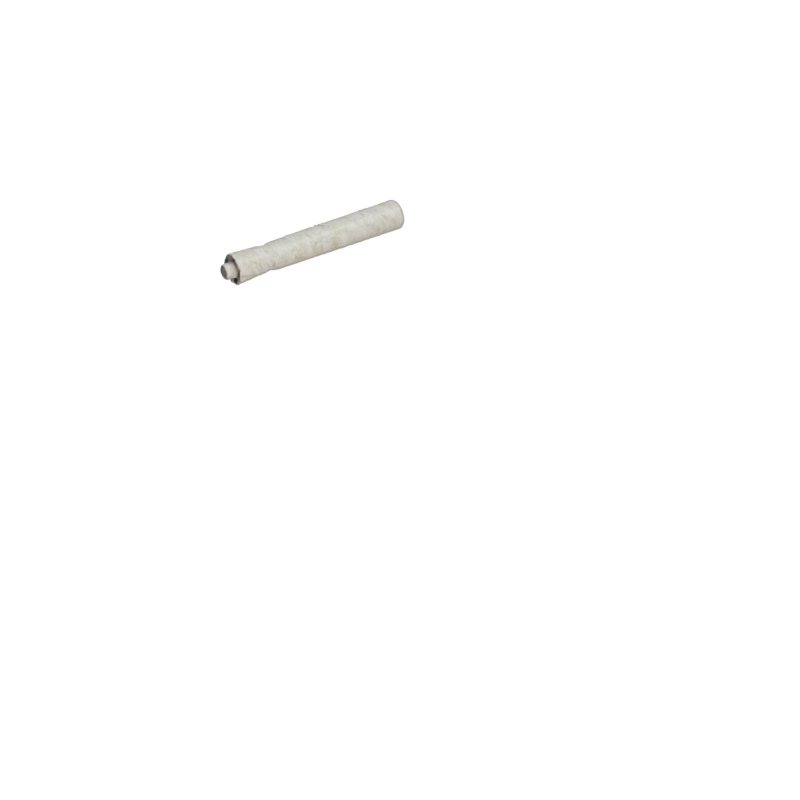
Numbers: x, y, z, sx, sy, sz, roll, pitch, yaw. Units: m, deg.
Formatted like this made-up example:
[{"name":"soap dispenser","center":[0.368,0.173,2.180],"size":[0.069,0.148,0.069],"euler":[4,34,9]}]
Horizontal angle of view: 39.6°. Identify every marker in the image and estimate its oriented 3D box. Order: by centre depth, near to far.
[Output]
[{"name":"marker","center":[-0.051,-0.093,0.653],"size":[0.120,0.019,0.020],"euler":[-23,15,-28]}]
